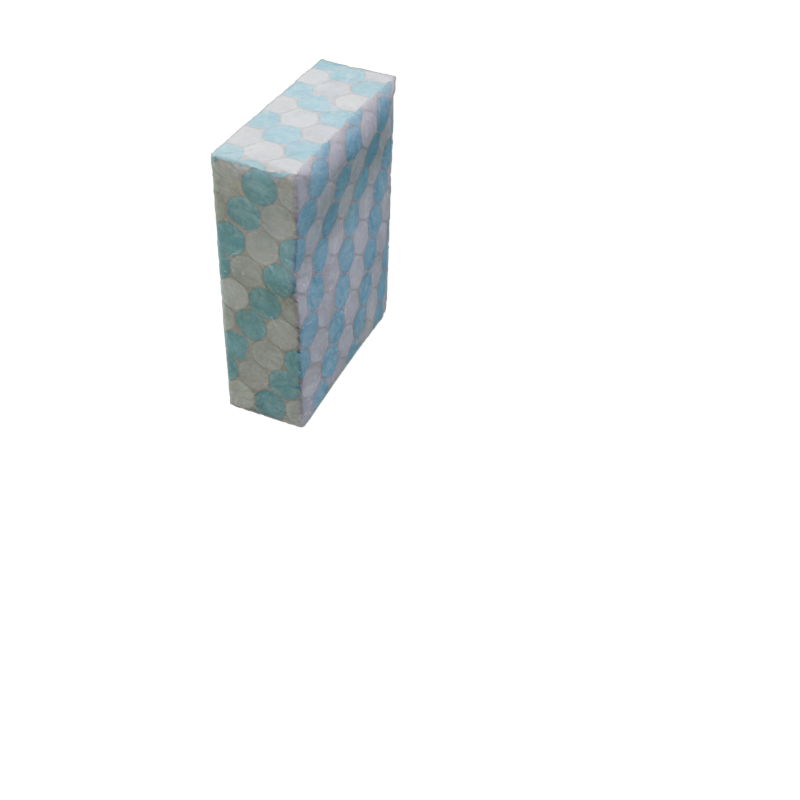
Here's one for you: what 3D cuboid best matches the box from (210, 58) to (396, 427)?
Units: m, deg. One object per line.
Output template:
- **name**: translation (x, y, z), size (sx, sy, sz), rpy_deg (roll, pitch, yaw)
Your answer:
- **box**: translation (-0.063, -0.115, 0.808), size (0.074, 0.200, 0.170), rpy_deg (15, 39, 16)
